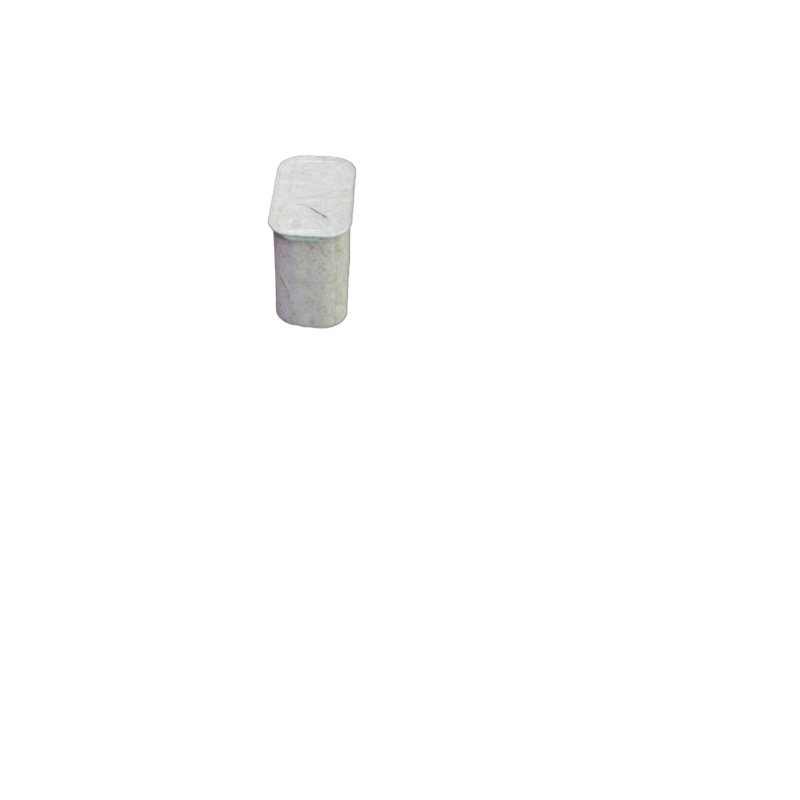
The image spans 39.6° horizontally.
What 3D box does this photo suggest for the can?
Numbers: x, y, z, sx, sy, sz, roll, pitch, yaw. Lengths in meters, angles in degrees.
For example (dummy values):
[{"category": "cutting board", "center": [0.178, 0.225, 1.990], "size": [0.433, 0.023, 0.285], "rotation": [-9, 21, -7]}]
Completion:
[{"category": "can", "center": [-0.062, -0.113, 0.795], "size": [0.058, 0.078, 0.109], "rotation": [2, 39, 0]}]
